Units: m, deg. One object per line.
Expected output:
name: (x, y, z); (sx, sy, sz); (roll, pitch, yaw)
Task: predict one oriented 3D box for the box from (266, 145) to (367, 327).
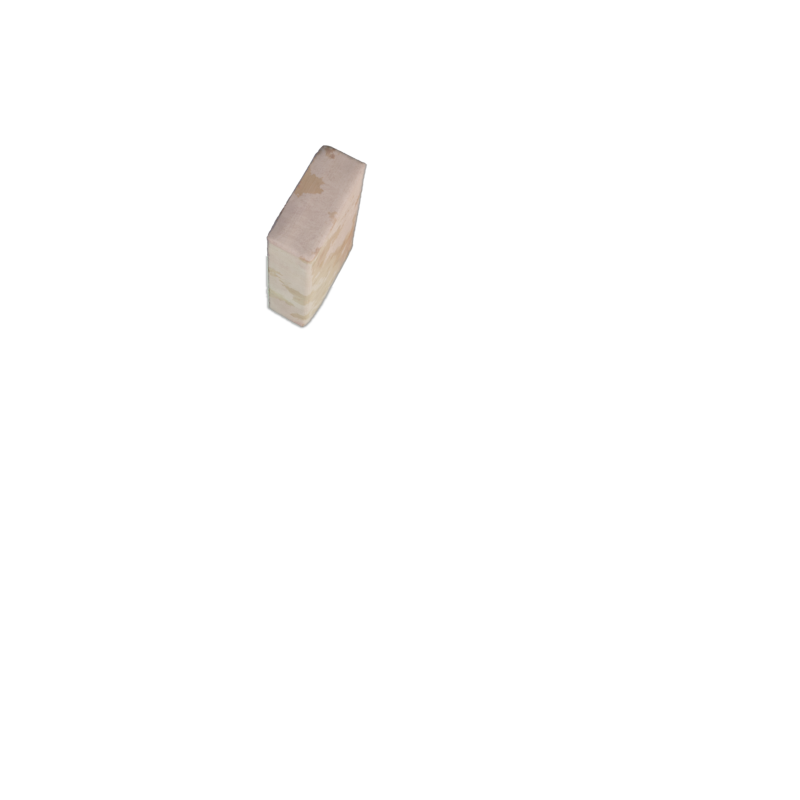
box: (-0.071, -0.130, 0.905); (0.049, 0.096, 0.169); (27, -16, 3)
